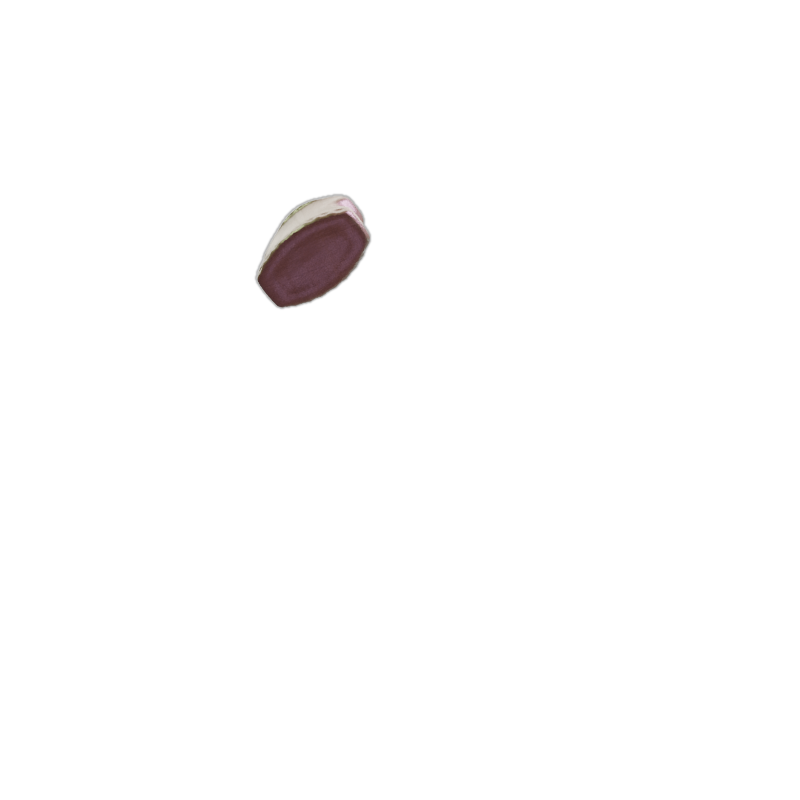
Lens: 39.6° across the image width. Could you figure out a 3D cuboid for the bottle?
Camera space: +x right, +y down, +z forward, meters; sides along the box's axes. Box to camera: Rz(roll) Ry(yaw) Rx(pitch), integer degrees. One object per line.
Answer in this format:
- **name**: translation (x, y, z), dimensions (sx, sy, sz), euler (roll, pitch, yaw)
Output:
- **bottle**: translation (-0.076, -0.138, 0.970), dimensions (0.096, 0.057, 0.198), euler (-38, 15, 7)
